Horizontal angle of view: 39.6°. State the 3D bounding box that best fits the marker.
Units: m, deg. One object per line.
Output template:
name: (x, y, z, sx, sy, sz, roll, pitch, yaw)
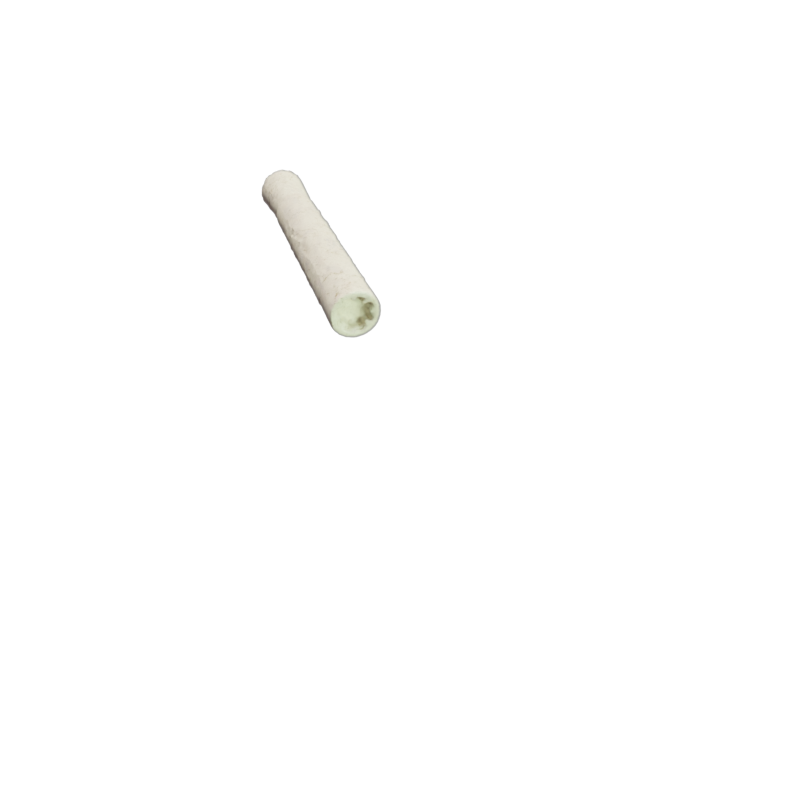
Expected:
marker: (-0.034, -0.062, 0.435, 0.019, 0.019, 0.130, -2, 31, -18)
